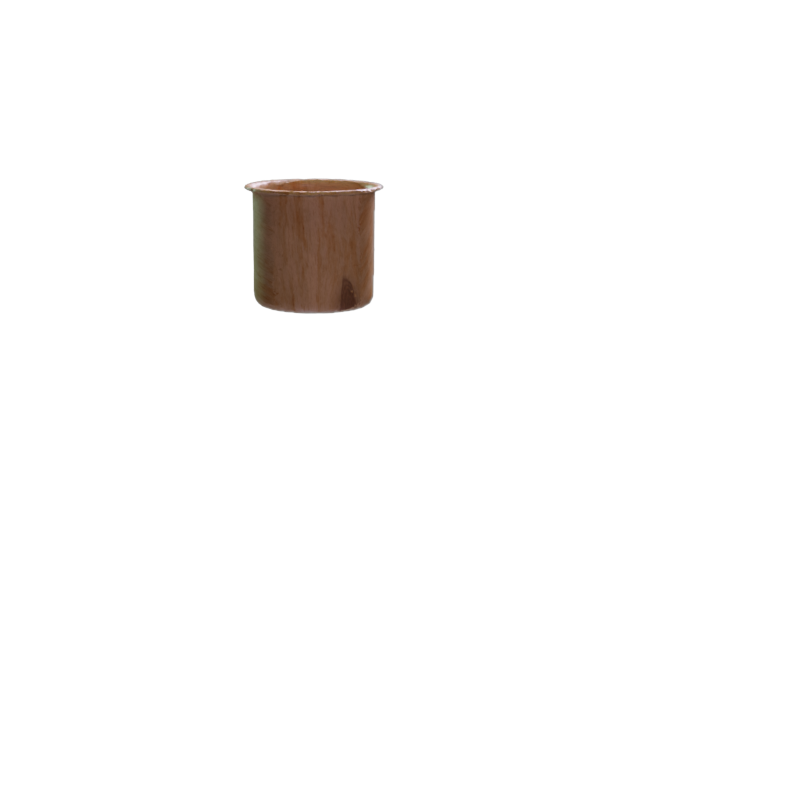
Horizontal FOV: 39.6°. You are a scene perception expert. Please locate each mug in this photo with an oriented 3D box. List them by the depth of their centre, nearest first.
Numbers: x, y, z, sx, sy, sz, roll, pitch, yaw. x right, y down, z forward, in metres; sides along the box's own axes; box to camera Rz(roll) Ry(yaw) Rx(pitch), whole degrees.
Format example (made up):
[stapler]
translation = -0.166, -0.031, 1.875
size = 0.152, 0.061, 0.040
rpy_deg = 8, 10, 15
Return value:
[mug]
translation = -0.060, -0.109, 0.761
size = 0.093, 0.079, 0.121
rpy_deg = -1, 14, -5
